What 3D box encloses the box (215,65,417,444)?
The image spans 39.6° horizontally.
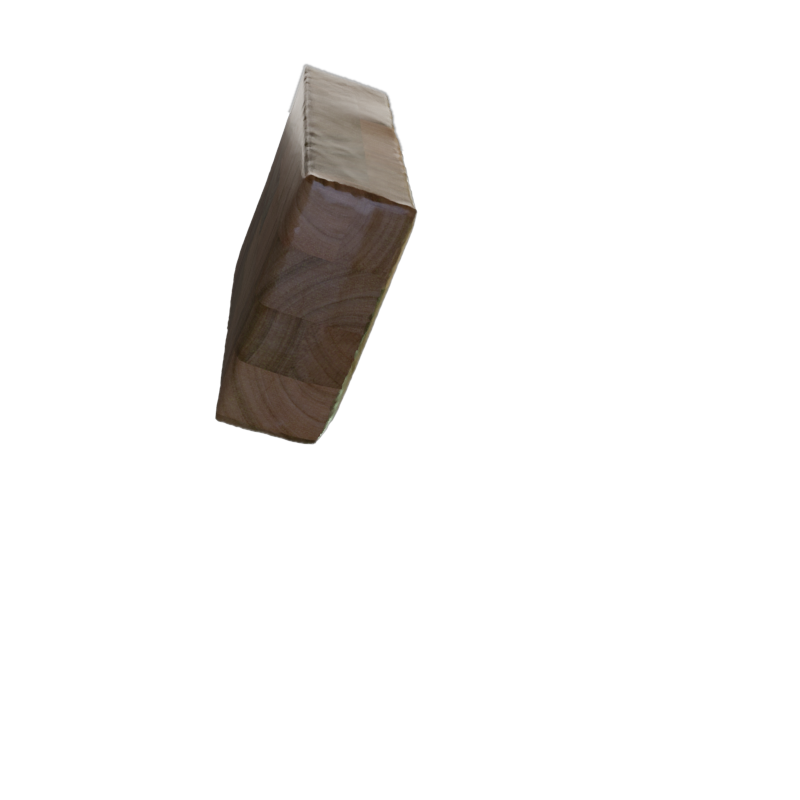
[{"bbox_3d":[-0.055,-0.101,0.705,0.070,0.158,0.227,17,27,-14],"label":"box"}]
